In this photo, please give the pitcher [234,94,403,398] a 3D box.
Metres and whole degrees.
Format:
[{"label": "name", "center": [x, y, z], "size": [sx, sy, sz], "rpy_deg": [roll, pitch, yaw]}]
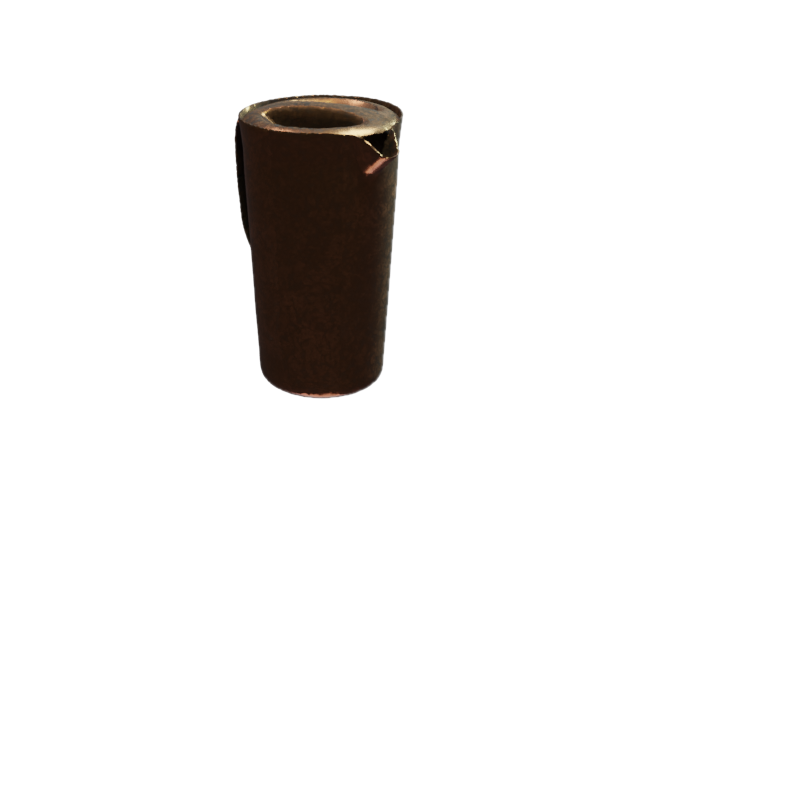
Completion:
[{"label": "pitcher", "center": [-0.074, -0.134, 0.941], "size": [0.145, 0.231, 0.156], "rpy_deg": [1, 23, 0]}]
